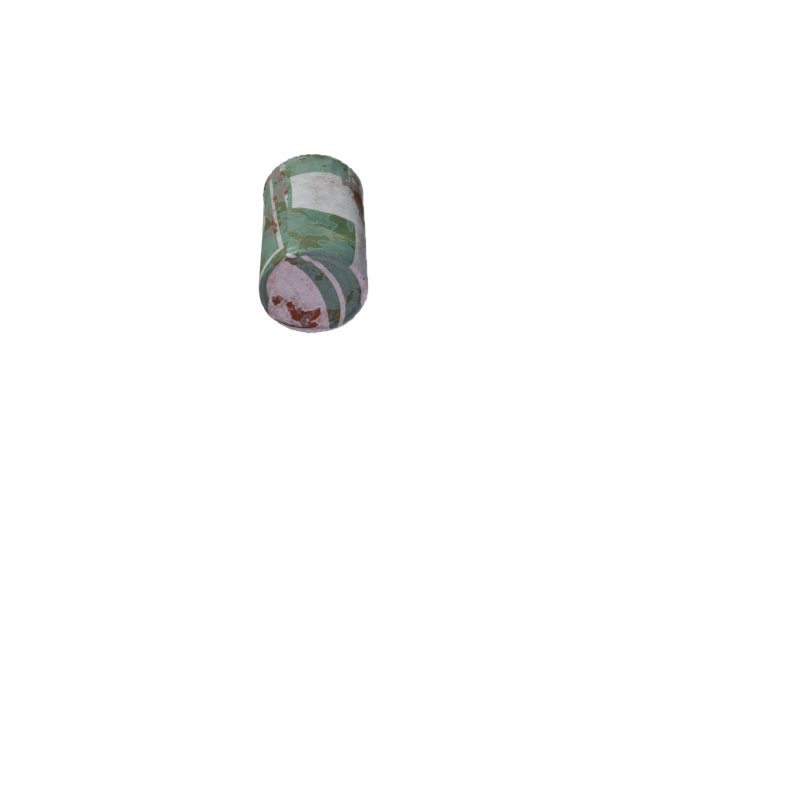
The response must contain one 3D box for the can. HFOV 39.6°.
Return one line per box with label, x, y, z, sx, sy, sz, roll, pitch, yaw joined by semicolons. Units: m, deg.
can;-0.055;-0.101;0.707;0.068;0.064;0.110;-1;43;-3
